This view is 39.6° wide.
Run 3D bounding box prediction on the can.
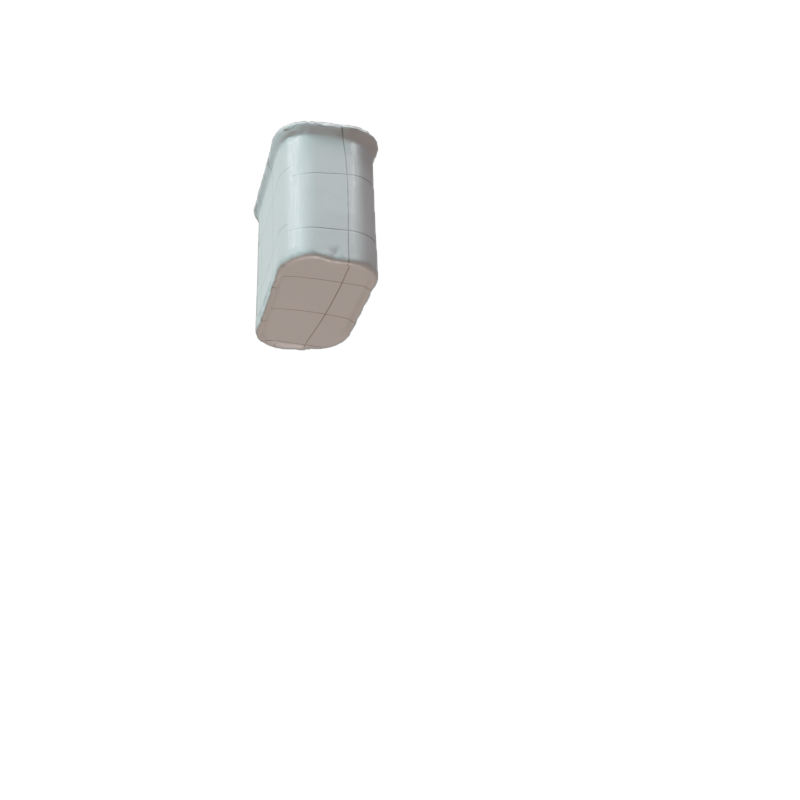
[{"bbox_3d":[-0.047,-0.085,0.596,0.056,0.089,0.097,6,-30,-13],"label":"can"}]
